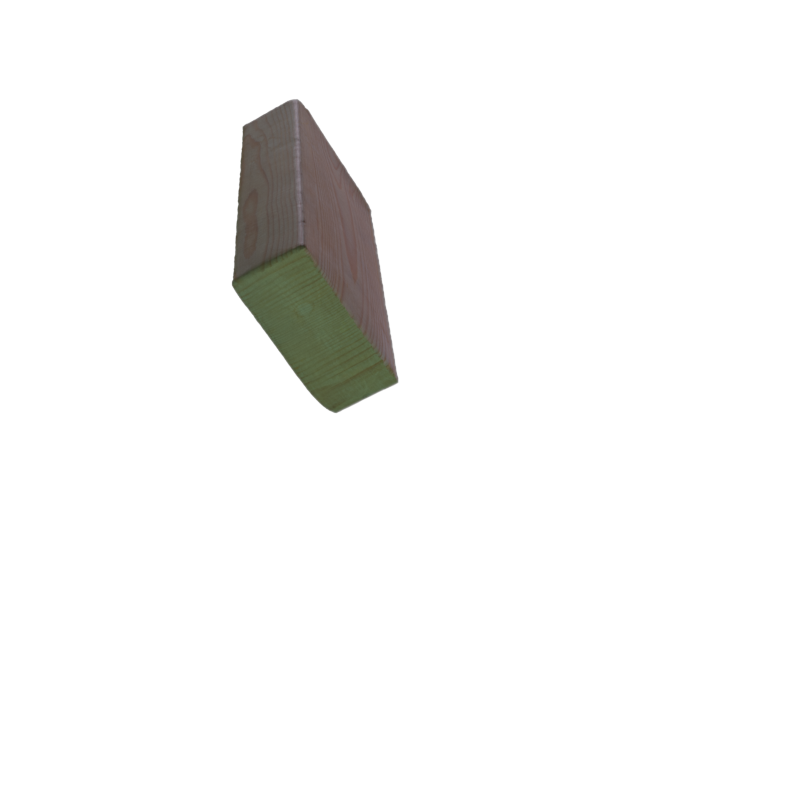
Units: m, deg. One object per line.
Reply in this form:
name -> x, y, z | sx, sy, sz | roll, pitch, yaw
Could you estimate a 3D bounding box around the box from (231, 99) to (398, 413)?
box -> -0.046, -0.085, 0.590 | 0.048, 0.087, 0.188 | -26, 34, 15
